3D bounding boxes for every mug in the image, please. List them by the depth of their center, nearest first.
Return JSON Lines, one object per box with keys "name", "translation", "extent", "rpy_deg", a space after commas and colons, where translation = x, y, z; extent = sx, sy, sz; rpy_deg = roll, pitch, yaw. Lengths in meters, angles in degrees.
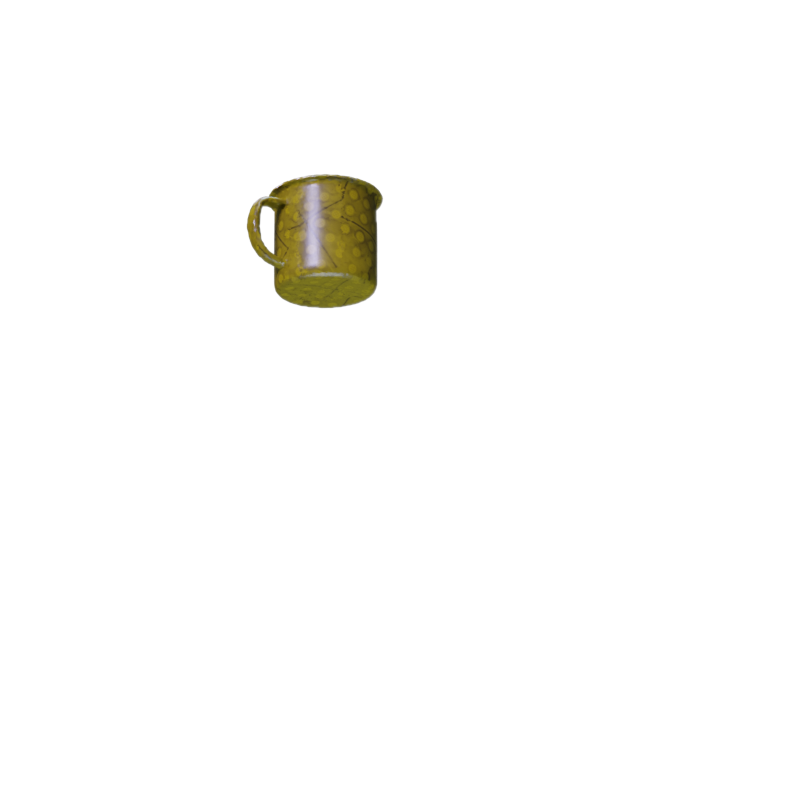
{"name": "mug", "translation": [-0.069, -0.125, 0.877], "extent": [0.111, 0.085, 0.094], "rpy_deg": [13, -23, -36]}
